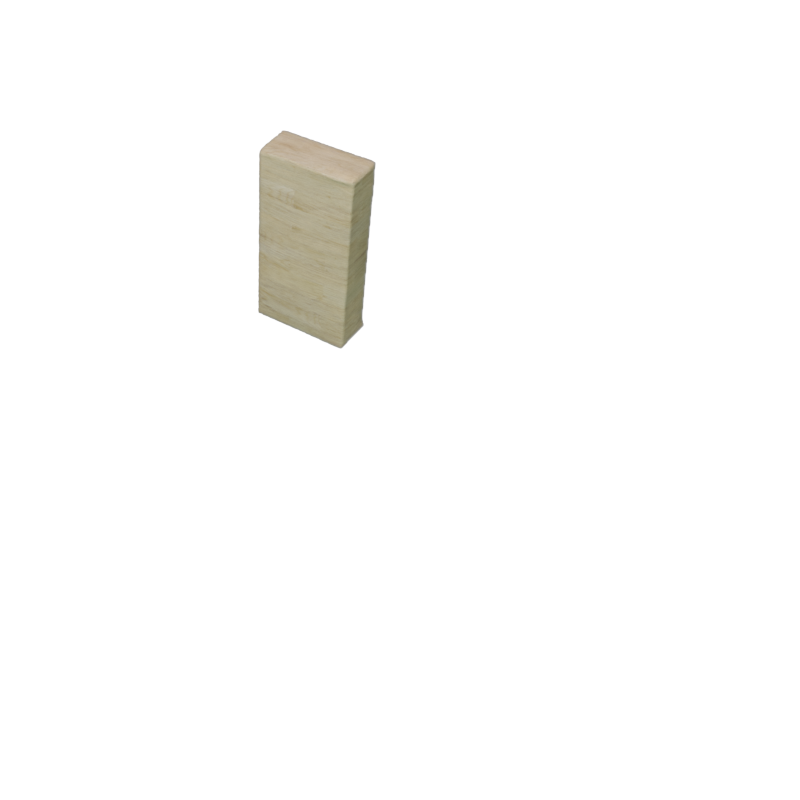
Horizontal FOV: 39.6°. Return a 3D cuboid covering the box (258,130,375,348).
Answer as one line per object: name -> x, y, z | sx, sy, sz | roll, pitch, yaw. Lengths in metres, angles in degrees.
box -> -0.075, -0.136, 0.953 | 0.098, 0.164, 0.049 | 24, 45, 22
